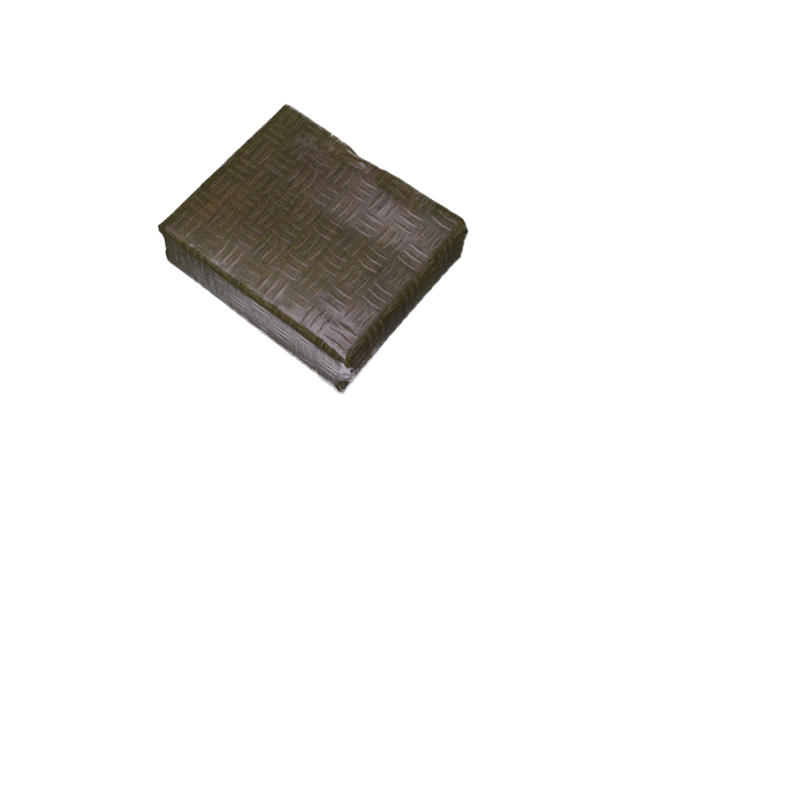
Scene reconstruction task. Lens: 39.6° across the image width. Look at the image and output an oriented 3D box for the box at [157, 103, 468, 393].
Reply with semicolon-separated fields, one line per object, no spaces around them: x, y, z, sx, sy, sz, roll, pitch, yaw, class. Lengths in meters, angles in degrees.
-0.032;-0.059;0.411;0.093;0.074;0.028;35;-23;17;box
